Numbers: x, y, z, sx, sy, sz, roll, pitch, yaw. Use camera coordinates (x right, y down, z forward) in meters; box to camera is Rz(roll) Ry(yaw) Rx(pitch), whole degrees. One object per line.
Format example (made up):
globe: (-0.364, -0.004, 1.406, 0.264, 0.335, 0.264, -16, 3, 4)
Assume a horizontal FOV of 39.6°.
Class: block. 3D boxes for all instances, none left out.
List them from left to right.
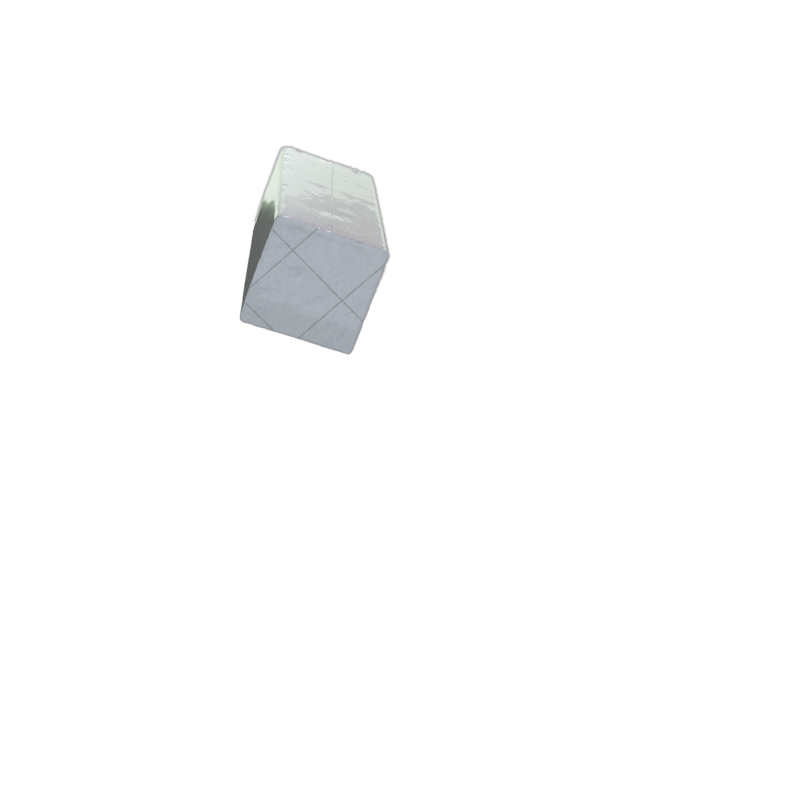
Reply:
block: (-0.071, -0.131, 0.910, 0.089, 0.087, 0.217, 17, 22, -11)
